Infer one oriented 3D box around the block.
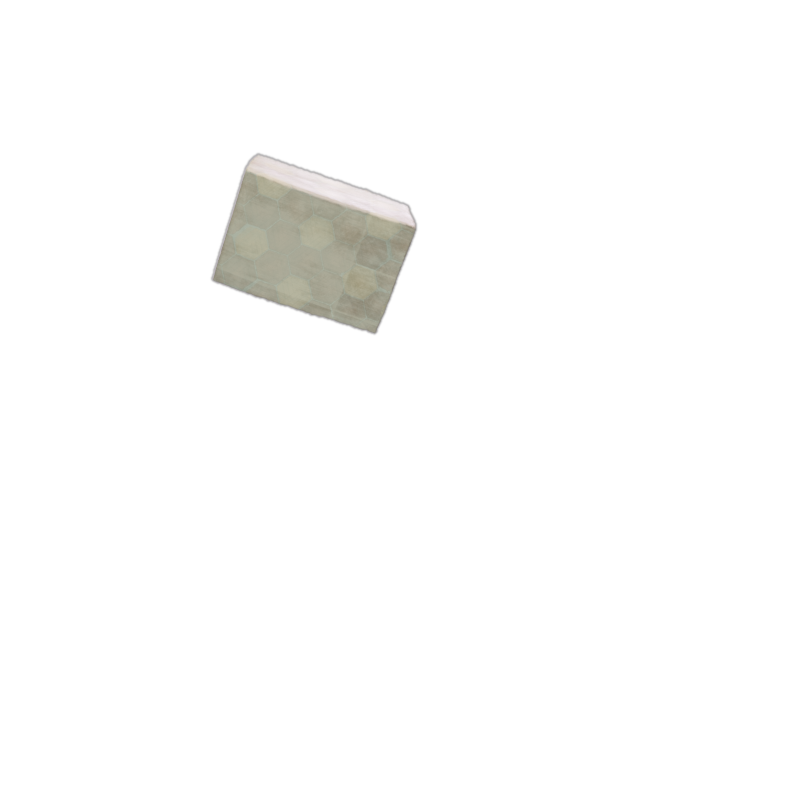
[{"bbox_3d":[-0.039,-0.071,0.495,0.077,0.051,0.053,19,16,-7],"label":"block"}]
